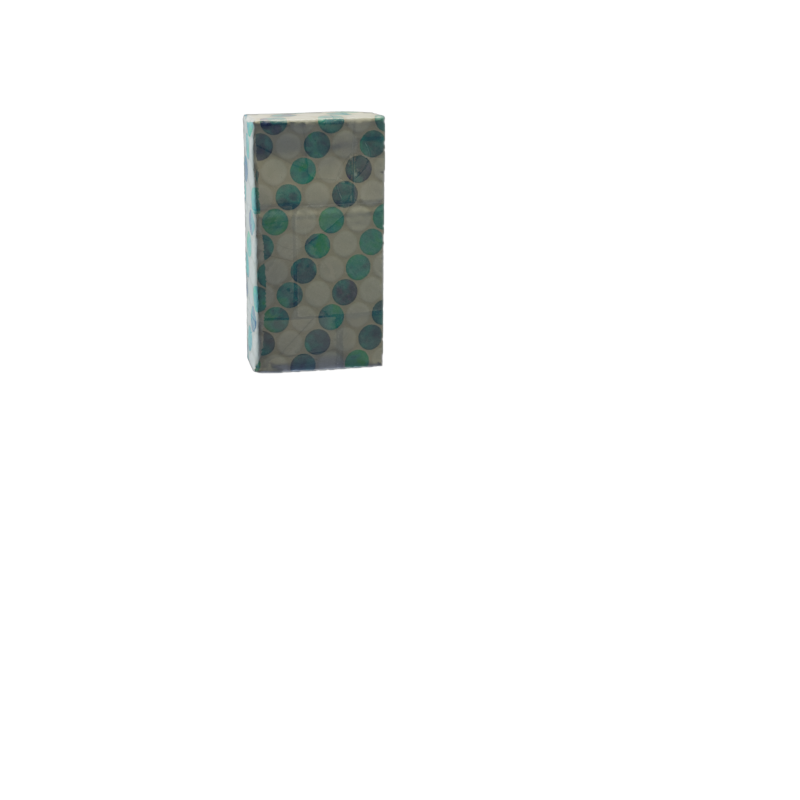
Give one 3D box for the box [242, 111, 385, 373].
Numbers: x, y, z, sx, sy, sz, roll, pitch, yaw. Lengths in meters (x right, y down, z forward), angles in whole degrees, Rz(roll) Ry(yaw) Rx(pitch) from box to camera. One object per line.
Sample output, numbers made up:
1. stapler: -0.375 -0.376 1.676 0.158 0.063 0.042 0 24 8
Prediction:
1. box: -0.060 -0.109 0.763 0.092 0.172 0.050 -2 11 -14
